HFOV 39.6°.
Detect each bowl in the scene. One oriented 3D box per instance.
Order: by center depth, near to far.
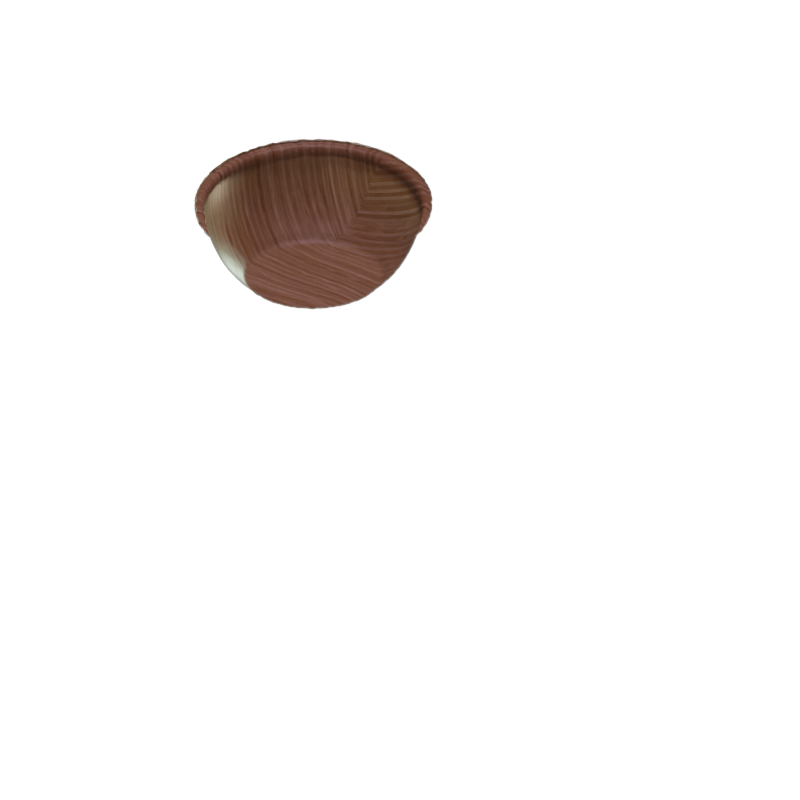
[{"bbox_3d":[-0.058,-0.106,0.739,0.162,0.058,0.153,1,-25,-2],"label":"bowl"}]
